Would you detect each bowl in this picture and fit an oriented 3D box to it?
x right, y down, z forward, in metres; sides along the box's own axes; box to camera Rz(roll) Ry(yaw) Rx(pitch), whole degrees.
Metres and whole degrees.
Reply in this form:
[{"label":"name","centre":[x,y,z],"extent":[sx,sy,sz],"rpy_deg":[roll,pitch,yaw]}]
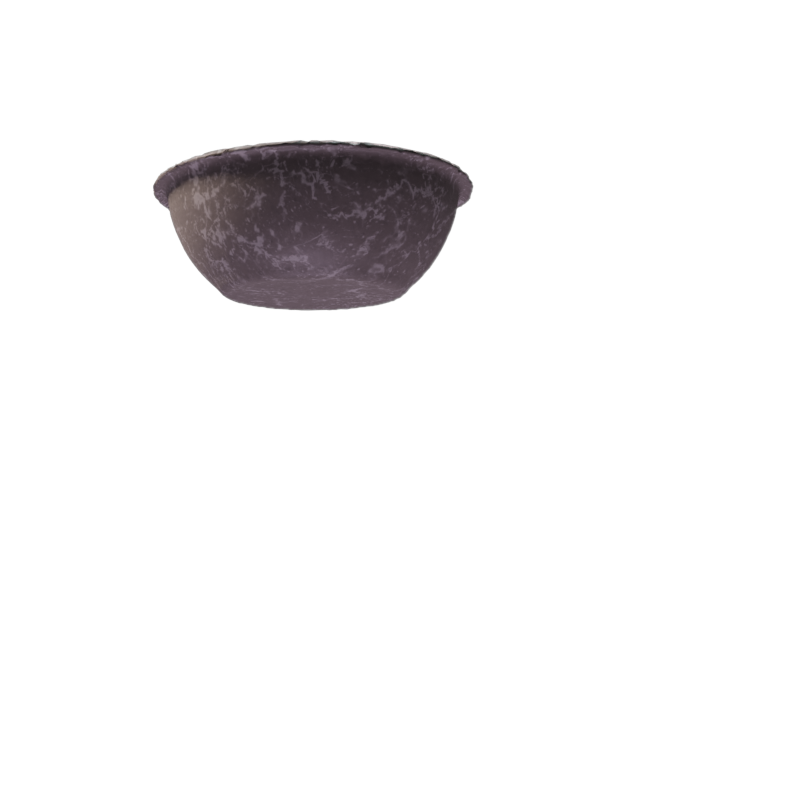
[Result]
[{"label":"bowl","centre":[-0.044,-0.080,0.557],"extent":[0.162,0.056,0.159],"rpy_deg":[0,-6,-2]}]
